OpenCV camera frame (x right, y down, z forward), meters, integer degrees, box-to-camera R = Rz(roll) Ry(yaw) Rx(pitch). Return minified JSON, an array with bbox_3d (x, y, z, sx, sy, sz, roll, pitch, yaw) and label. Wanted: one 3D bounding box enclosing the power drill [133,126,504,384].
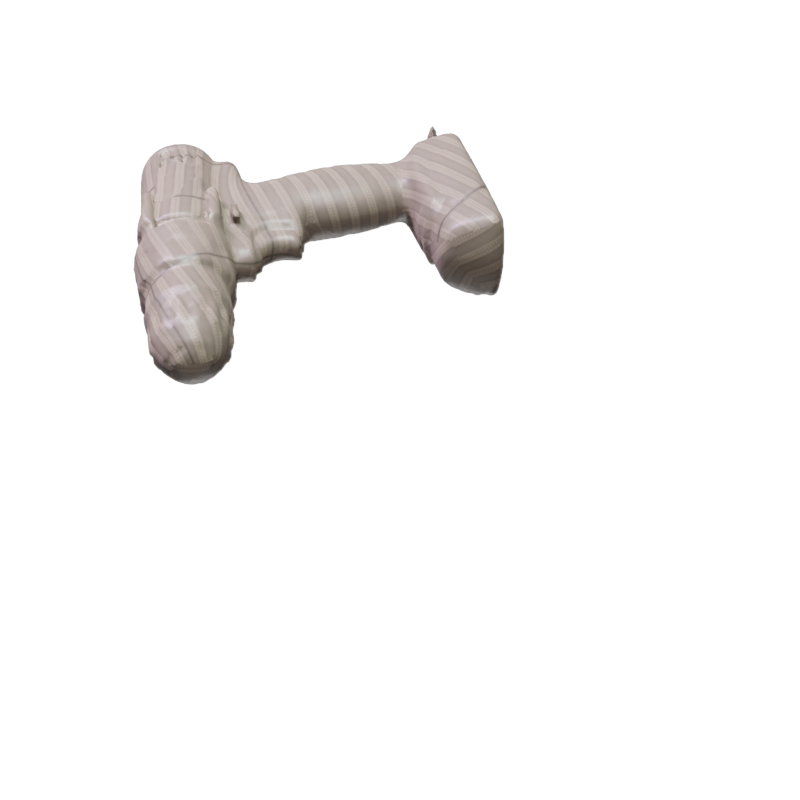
[{"bbox_3d":[-0.046,-0.083,0.583,0.186,0.054,0.199,-6,41,-8],"label":"power drill"}]
